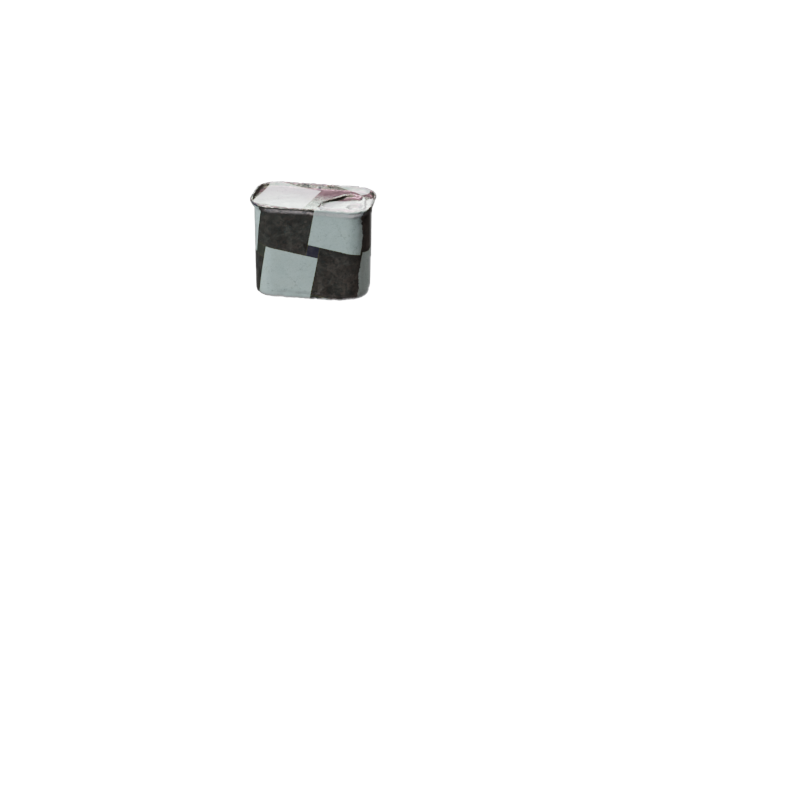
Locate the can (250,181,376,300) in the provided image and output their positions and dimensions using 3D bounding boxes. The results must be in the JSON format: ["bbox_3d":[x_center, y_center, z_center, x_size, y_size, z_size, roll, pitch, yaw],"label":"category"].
[{"bbox_3d":[-0.073,-0.133,0.931,0.103,0.079,0.060,5,27,7],"label":"can"}]
